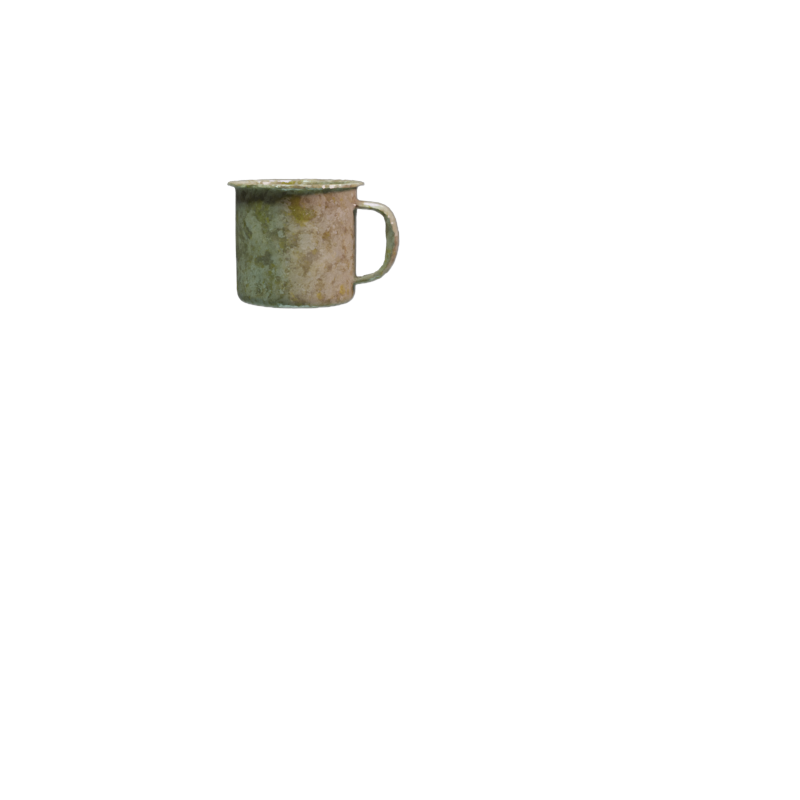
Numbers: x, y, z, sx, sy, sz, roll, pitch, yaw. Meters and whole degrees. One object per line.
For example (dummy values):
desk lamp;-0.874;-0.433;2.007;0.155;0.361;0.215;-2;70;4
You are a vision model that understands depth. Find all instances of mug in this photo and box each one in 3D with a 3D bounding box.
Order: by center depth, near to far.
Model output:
mug;-0.059;-0.107;0.750;0.119;0.080;0.094;2;10;9
